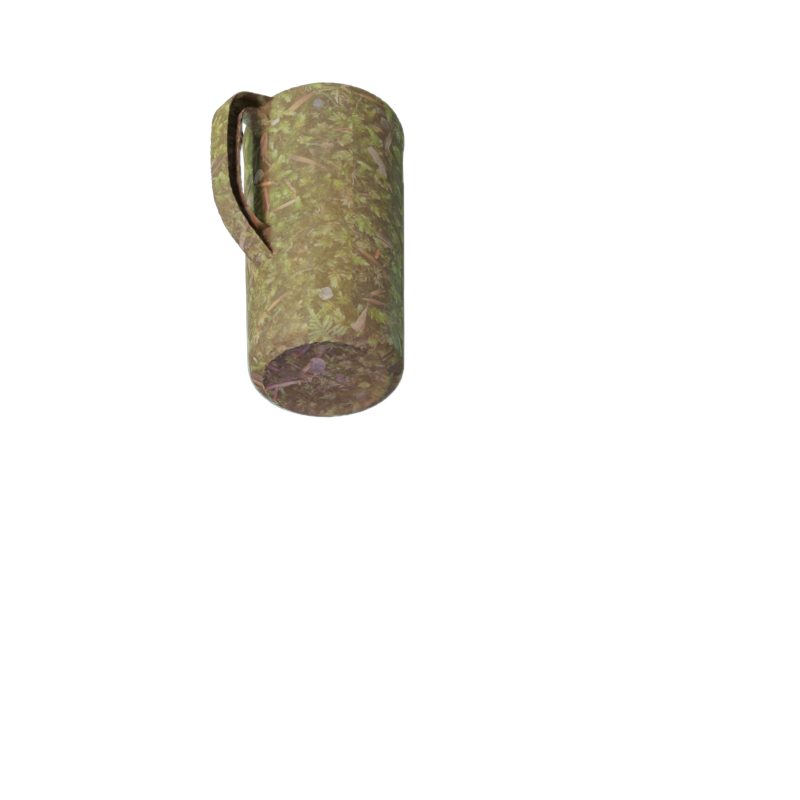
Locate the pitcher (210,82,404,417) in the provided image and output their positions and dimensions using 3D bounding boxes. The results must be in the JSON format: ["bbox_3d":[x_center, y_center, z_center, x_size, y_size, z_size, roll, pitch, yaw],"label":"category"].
[{"bbox_3d":[-0.065,-0.118,0.829,0.149,0.261,0.135,-2,-39,-1],"label":"pitcher"}]
